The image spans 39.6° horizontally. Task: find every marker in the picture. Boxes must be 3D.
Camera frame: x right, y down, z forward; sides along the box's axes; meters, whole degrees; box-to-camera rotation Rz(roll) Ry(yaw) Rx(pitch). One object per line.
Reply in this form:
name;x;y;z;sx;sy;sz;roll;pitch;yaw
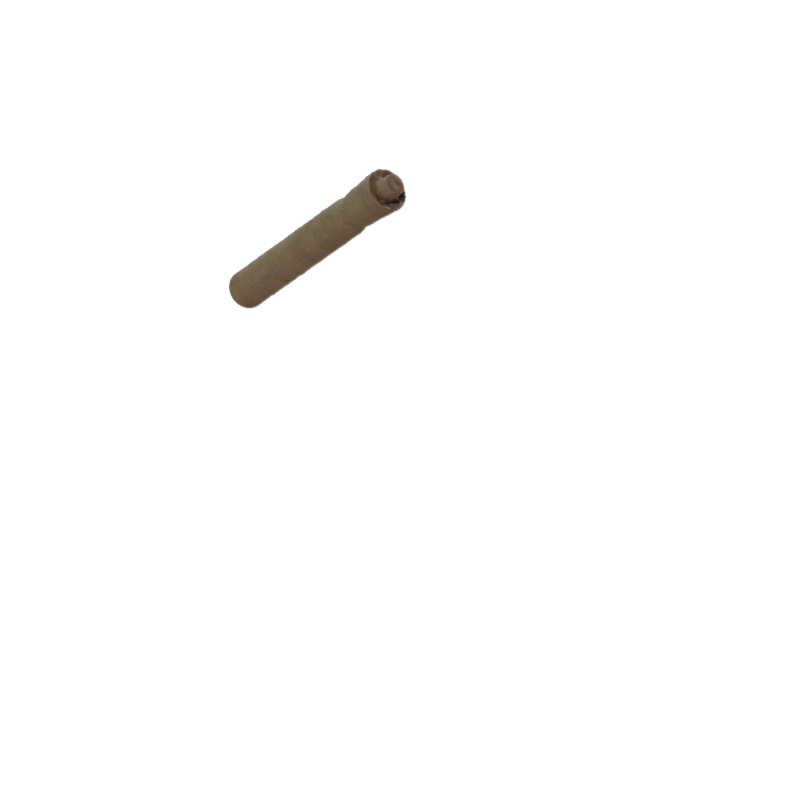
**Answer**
marker;-0.038;-0.069;0.485;0.019;0.020;0.121;-3;-15;-39
